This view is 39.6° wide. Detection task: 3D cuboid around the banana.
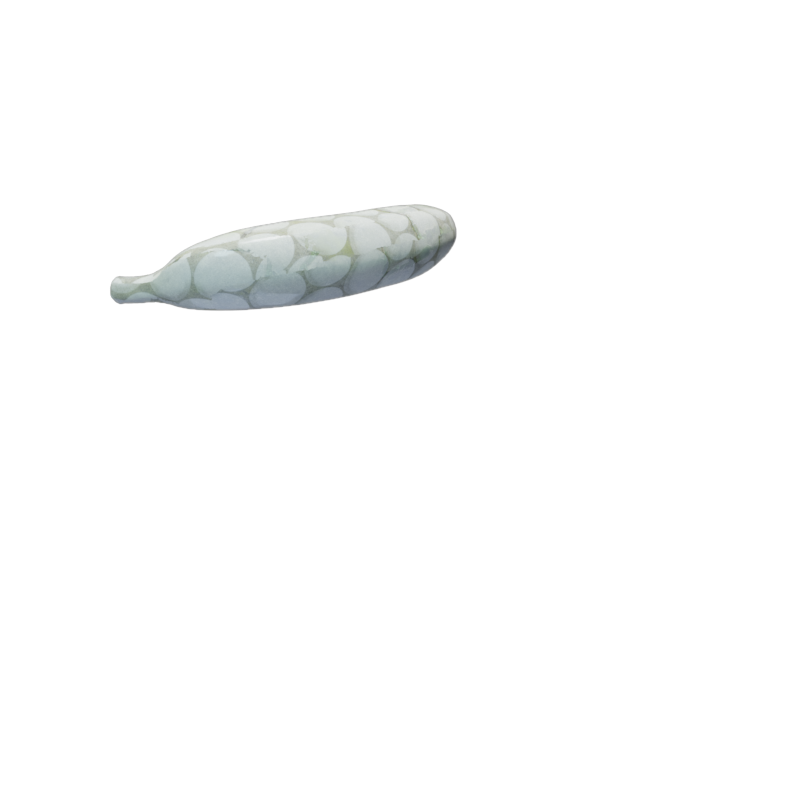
[{"bbox_3d":[-0.033,-0.071,0.518,0.193,0.035,0.074,-14,23,-37],"label":"banana"}]
